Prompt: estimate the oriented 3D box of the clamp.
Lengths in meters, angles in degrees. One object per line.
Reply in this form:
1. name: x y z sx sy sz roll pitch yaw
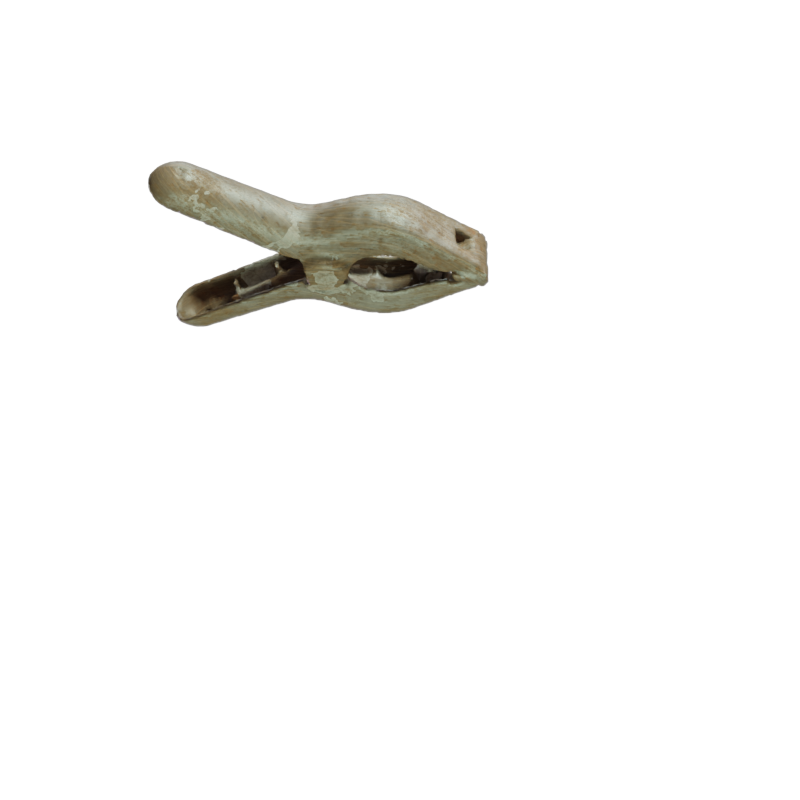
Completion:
1. clamp: -0.043 -0.079 0.555 0.173 0.042 0.112 -4 -27 8
